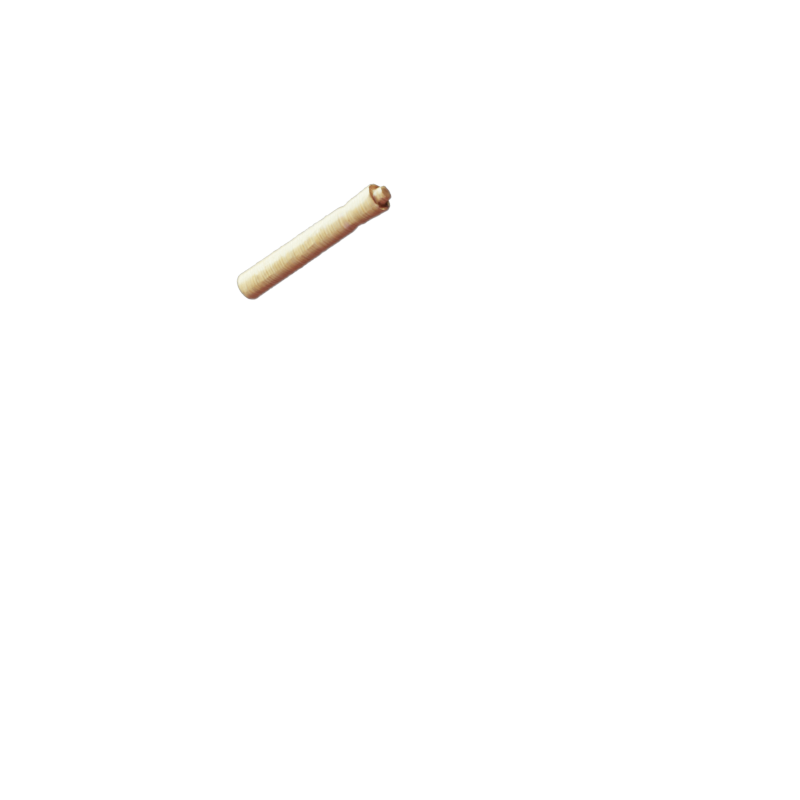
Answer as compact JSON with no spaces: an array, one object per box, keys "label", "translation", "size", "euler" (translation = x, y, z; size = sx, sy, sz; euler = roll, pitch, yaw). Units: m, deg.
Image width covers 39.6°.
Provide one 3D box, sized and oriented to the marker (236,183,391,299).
[{"label":"marker","translation":[-0.053,-0.096,0.674],"size":[0.120,0.020,0.019],"euler":[-29,-13,32]}]
